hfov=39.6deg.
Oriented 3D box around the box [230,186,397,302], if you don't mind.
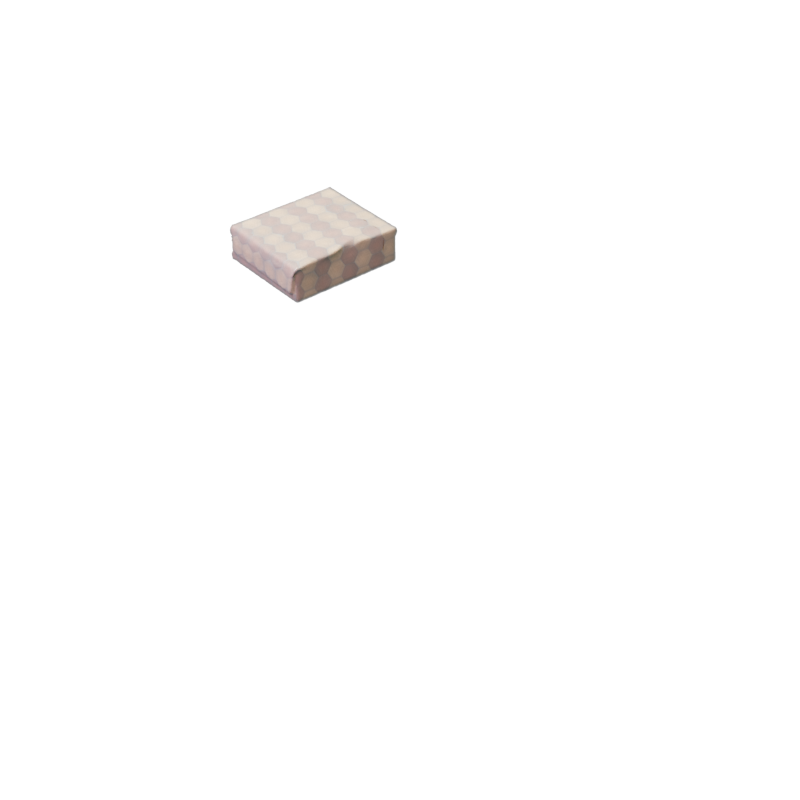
[{"bbox_3d":[-0.059,-0.107,0.749,0.089,0.028,0.078,-26,44,-31],"label":"box"}]
